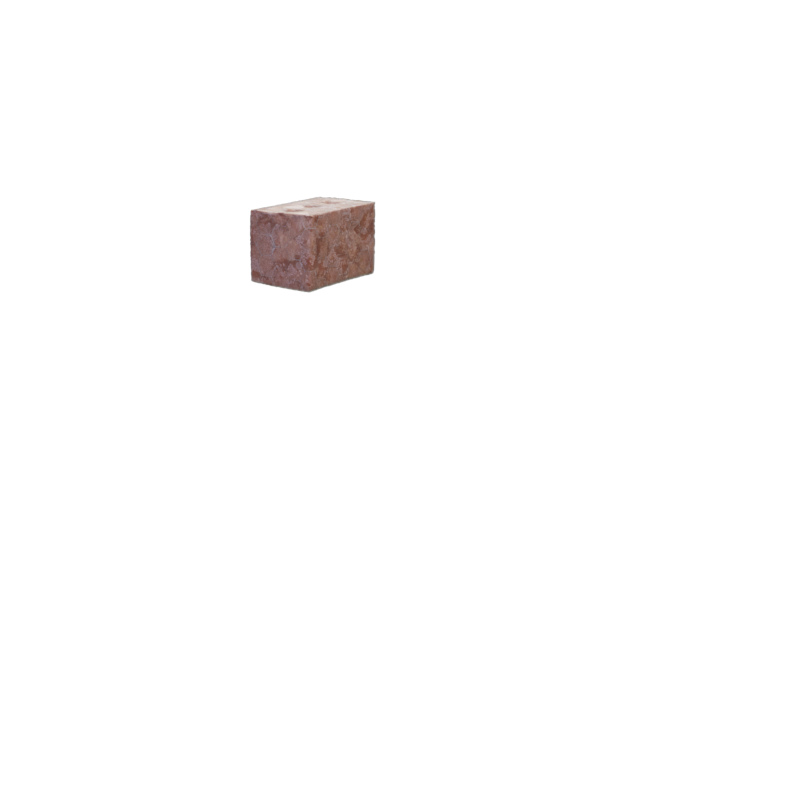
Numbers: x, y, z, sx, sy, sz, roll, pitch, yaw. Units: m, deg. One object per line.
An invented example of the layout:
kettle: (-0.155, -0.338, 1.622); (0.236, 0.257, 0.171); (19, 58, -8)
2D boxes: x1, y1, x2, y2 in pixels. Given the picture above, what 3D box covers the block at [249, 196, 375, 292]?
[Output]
block: (-0.059, -0.108, 0.758); (0.055, 0.050, 0.077); (10, 19, 32)
